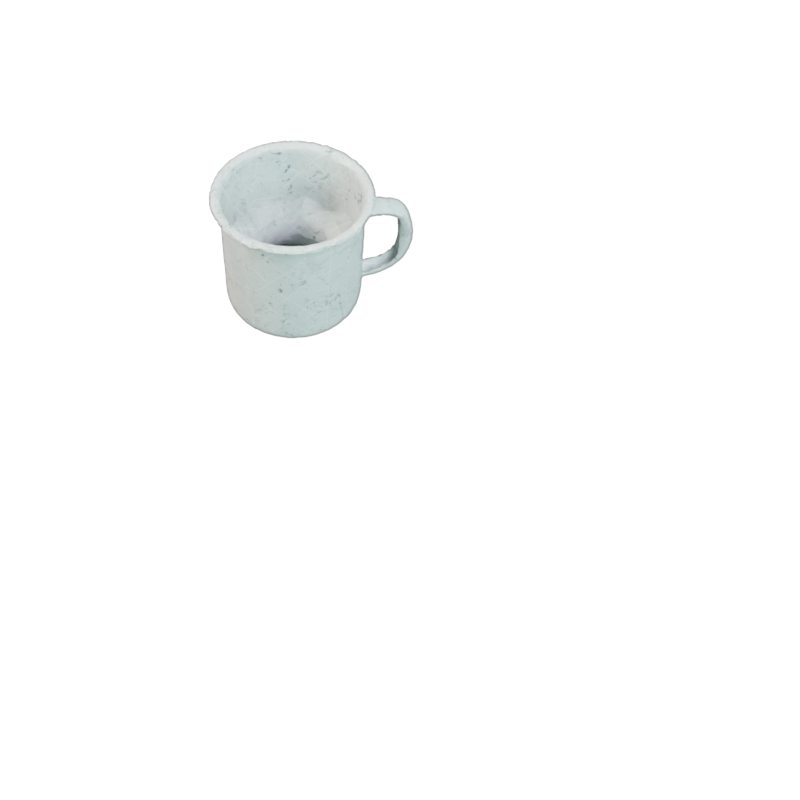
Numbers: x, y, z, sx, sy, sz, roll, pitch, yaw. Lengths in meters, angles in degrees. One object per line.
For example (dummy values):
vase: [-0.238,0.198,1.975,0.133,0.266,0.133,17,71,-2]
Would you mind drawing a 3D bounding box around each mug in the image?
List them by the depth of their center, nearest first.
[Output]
mug: [-0.051,-0.093,0.648,0.116,0.101,0.076,-8,-41,-8]
